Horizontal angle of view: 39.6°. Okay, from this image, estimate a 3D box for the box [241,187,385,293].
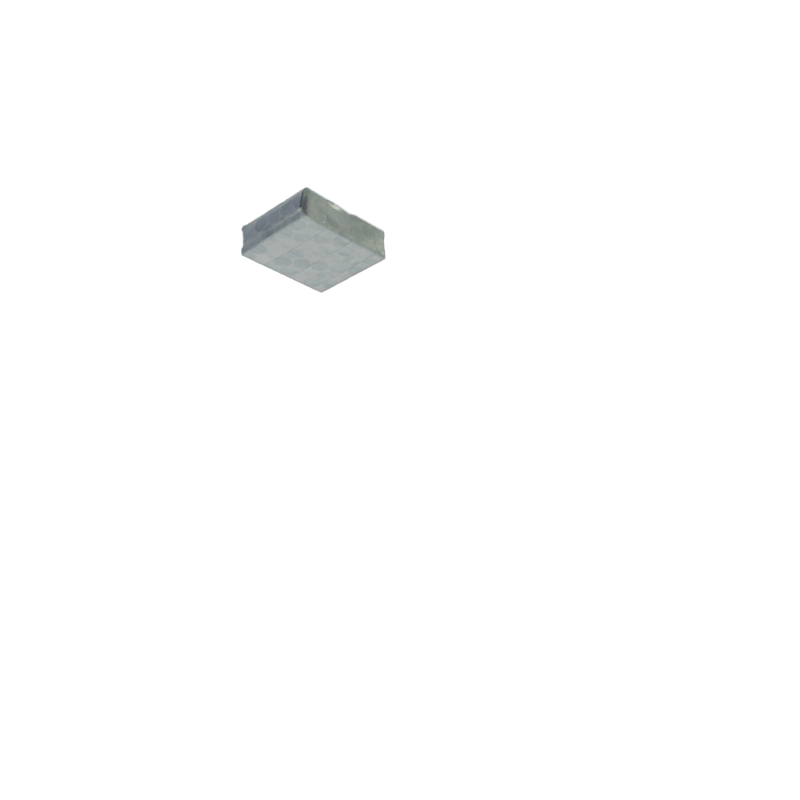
[{"bbox_3d":[-0.067,-0.123,0.861,0.084,0.032,0.073,25,-37,-39],"label":"box"}]
